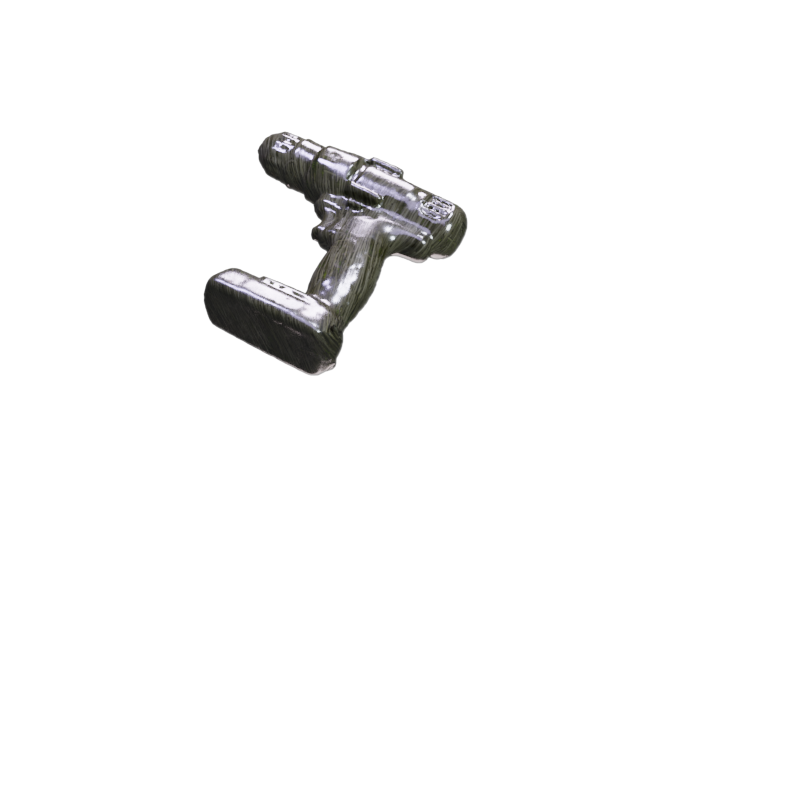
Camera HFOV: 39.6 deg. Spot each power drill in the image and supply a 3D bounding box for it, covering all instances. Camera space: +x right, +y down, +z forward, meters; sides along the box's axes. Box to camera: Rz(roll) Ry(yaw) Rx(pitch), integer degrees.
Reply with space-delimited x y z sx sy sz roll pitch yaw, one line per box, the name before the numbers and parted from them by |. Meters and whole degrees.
power drill | -0.066 -0.120 0.843 0.192 0.193 0.053 25 -35 18
